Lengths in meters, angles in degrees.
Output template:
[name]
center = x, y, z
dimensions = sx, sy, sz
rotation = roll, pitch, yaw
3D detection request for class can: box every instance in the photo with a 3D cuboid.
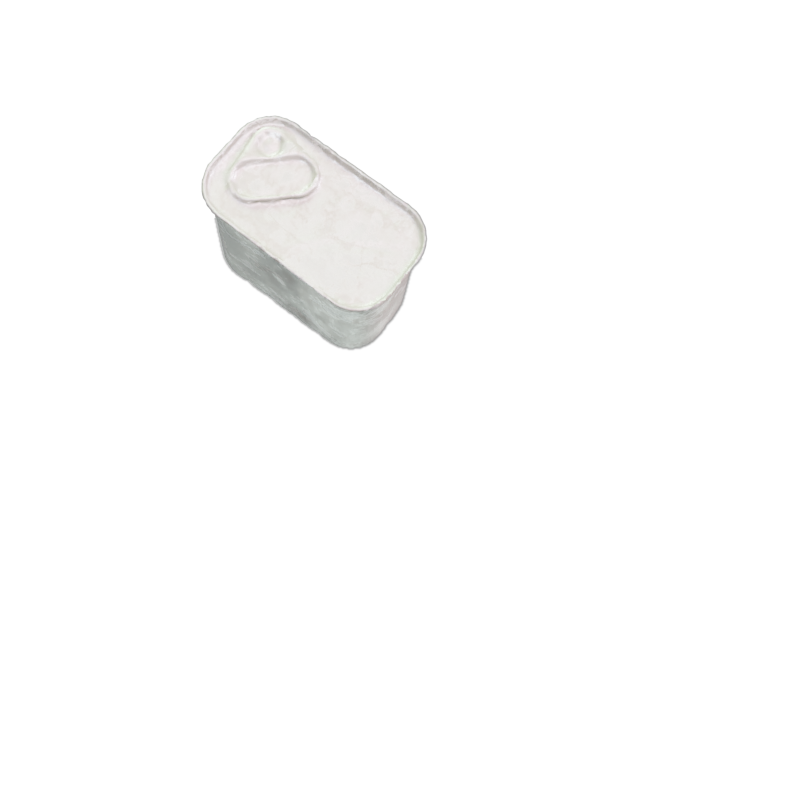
[can]
center = -0.041, -0.075, 0.528
dimensions = 0.105, 0.058, 0.080
rotation = 37, -14, 9
